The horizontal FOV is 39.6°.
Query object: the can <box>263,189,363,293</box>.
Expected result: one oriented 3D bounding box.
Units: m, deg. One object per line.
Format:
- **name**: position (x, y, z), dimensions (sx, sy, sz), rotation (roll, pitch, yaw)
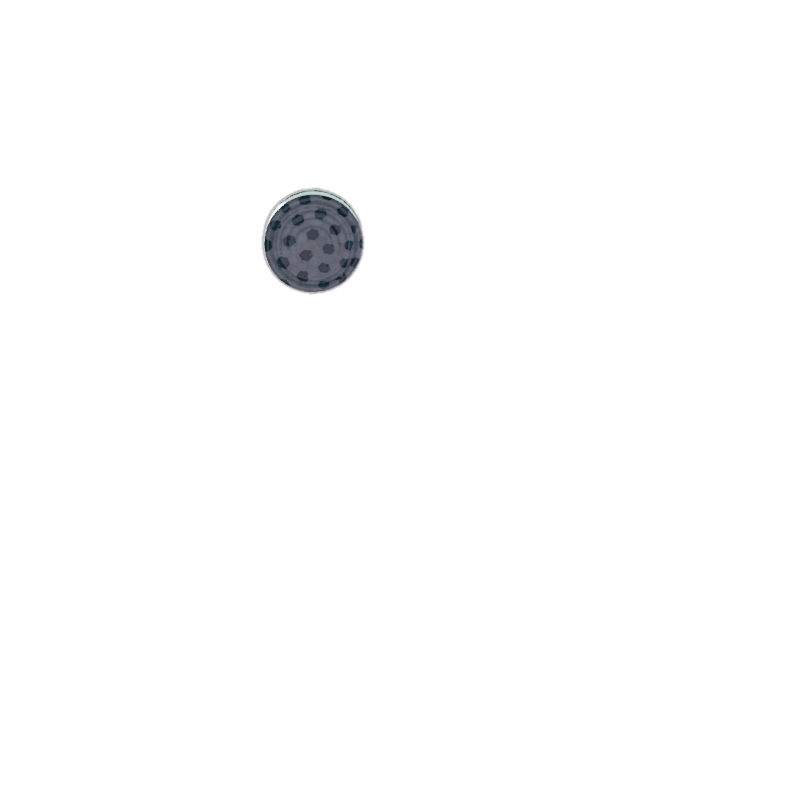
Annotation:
- **can**: position (-0.074, -0.135, 0.944), dimensions (0.086, 0.084, 0.034), rotation (0, 11, -1)
